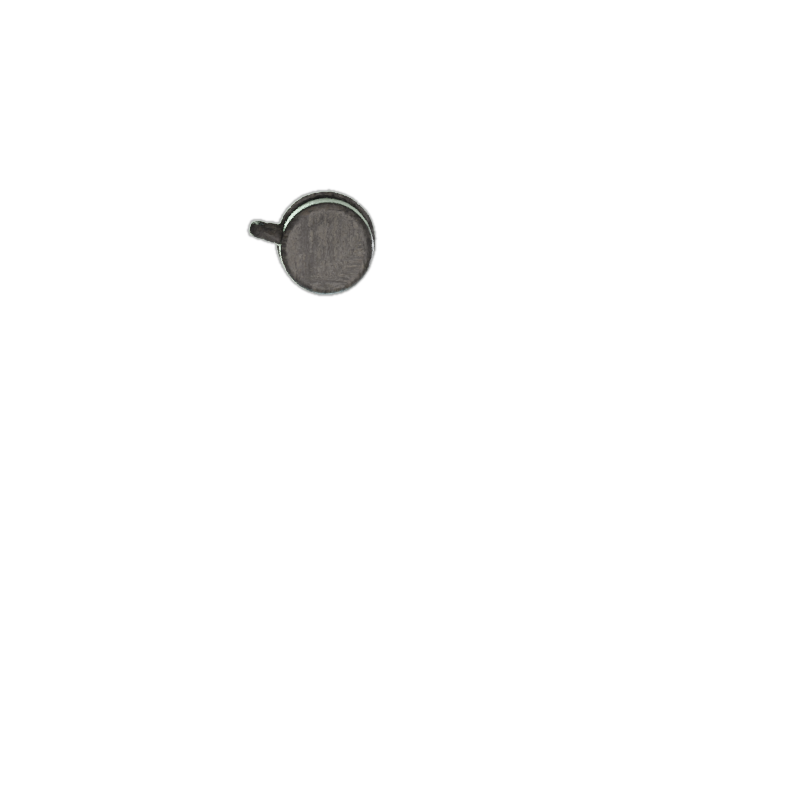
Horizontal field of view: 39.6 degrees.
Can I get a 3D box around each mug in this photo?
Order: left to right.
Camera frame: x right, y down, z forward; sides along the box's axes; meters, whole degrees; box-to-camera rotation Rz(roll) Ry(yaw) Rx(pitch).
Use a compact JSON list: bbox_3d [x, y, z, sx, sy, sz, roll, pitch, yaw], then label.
[{"bbox_3d":[-0.077,-0.141,0.988,0.117,0.092,0.083,15,8,-4],"label":"mug"}]
